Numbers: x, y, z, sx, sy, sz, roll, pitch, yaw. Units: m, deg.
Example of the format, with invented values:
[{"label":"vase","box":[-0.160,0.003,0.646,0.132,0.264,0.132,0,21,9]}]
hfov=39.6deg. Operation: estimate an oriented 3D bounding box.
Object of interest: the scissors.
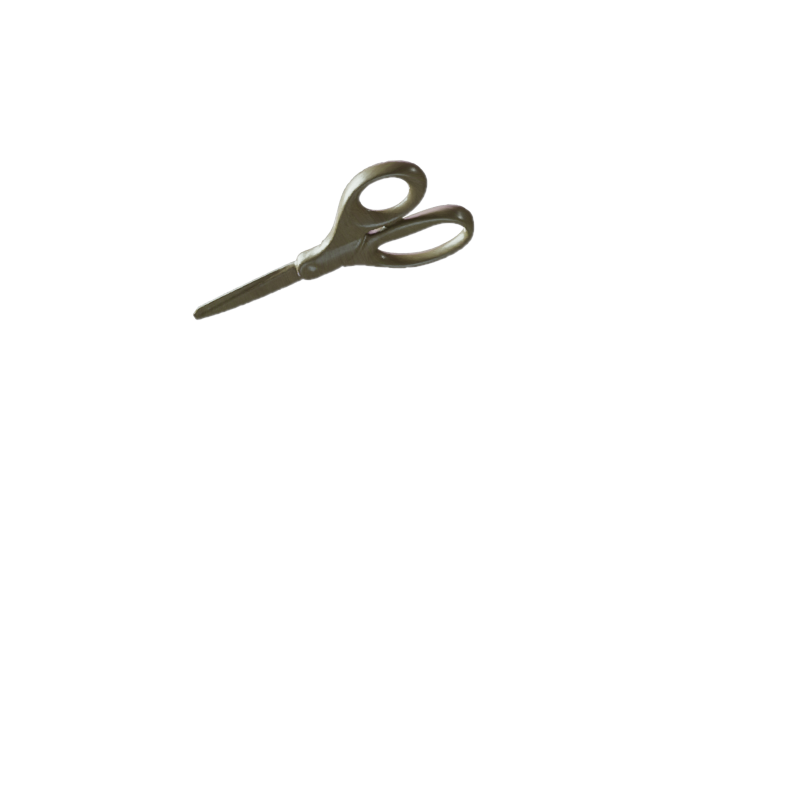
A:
[{"label":"scissors","box":[-0.055,-0.101,0.706,0.204,0.017,0.089,-11,-41,13]}]
